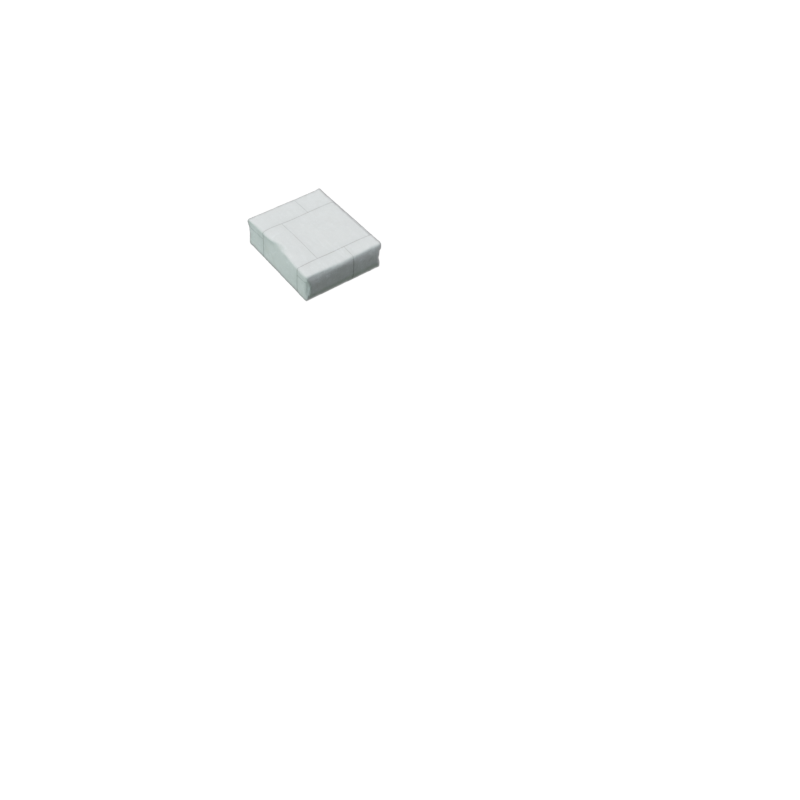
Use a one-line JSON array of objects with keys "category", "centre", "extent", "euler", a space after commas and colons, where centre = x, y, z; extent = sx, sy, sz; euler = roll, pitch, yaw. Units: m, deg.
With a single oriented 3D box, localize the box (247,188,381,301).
[{"category": "box", "centre": [-0.071, -0.129, 0.903], "extent": [0.073, 0.028, 0.096], "euler": [-27, 51, -24]}]
